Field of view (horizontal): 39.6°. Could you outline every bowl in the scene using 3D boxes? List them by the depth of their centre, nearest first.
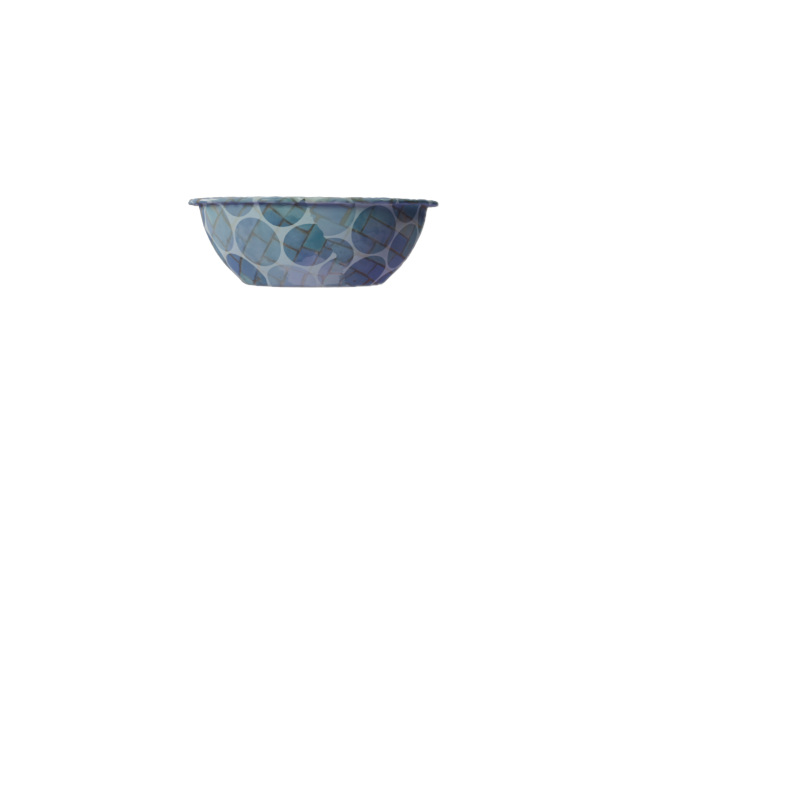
[{"bbox_3d":[-0.056,-0.103,0.718,0.162,0.054,0.164,0,8,-2],"label":"bowl"}]
